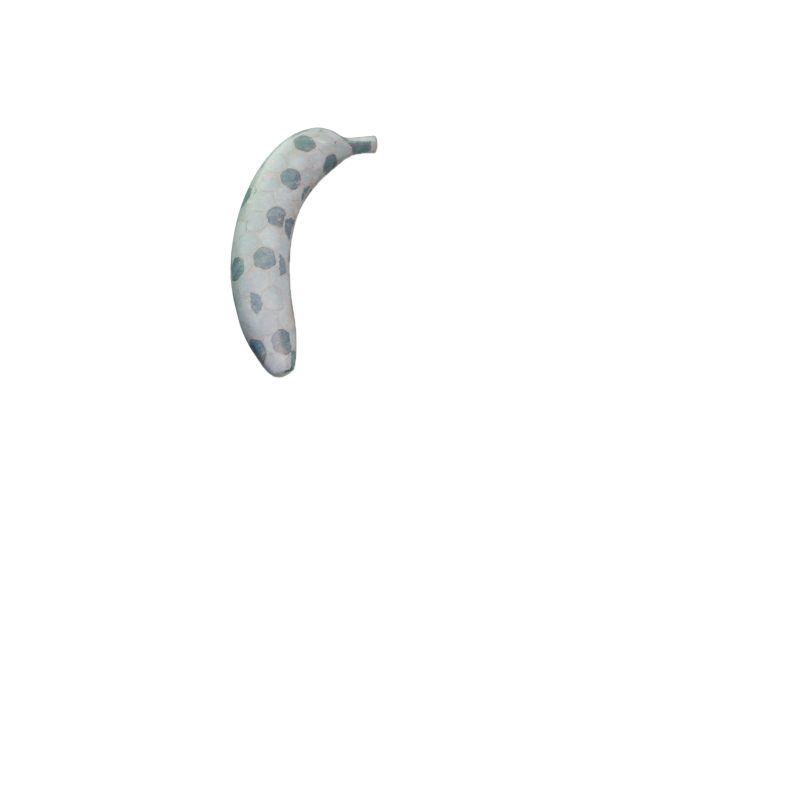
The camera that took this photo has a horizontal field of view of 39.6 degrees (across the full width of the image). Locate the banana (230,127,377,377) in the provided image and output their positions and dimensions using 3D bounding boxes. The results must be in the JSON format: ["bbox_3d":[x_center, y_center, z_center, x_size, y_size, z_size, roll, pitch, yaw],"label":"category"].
[{"bbox_3d":[-0.072,-0.109,0.711,0.071,0.207,0.034,14,-30,7],"label":"banana"}]
